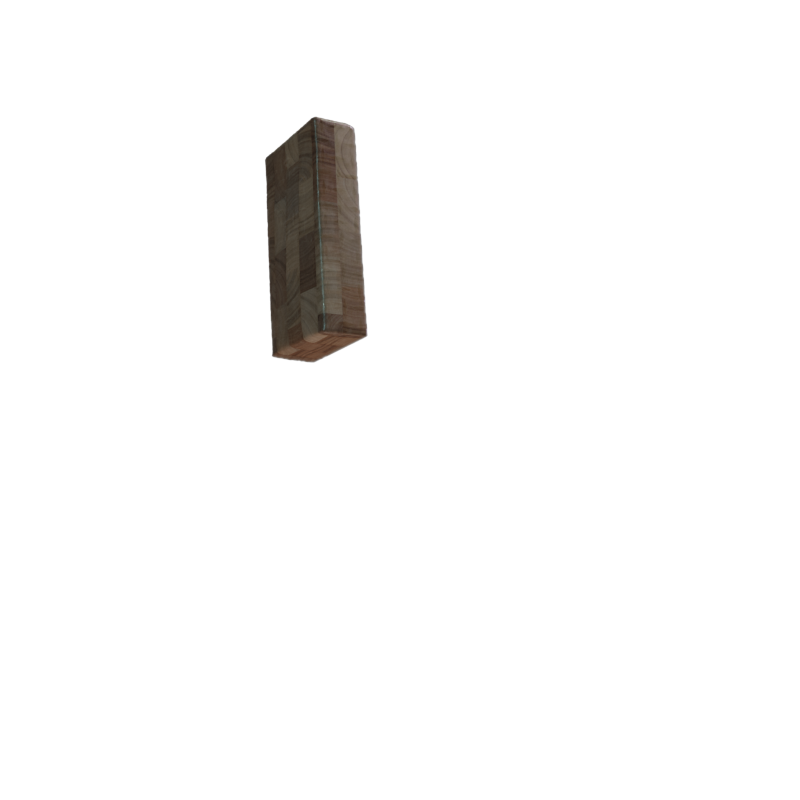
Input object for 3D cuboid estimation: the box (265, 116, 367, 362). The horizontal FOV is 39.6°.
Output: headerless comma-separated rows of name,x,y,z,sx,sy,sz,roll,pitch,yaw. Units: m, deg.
box,-0.069,-0.126,0.884,0.046,0.184,0.093,10,-21,-30
